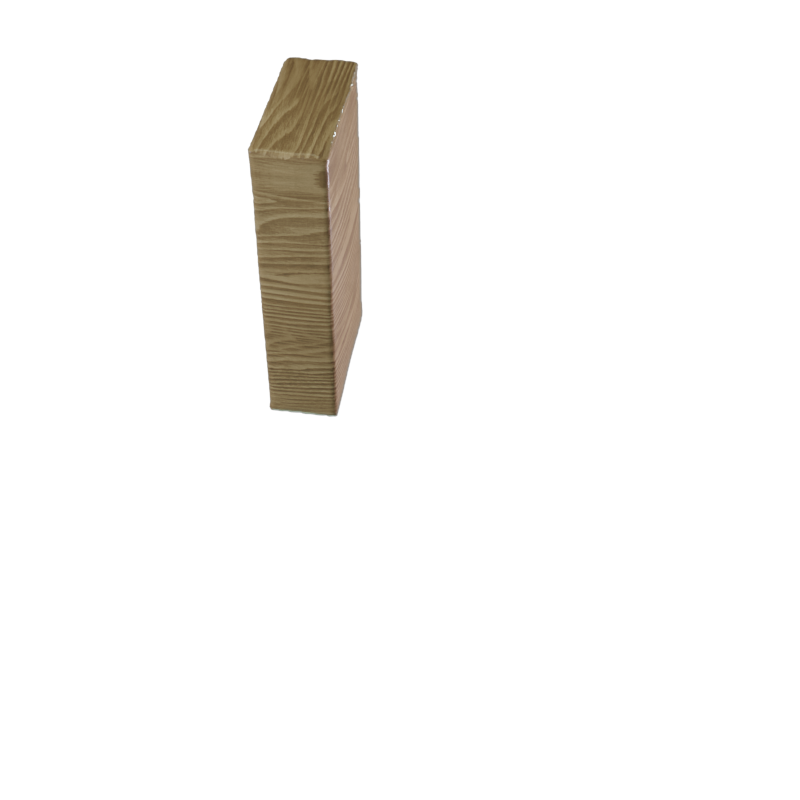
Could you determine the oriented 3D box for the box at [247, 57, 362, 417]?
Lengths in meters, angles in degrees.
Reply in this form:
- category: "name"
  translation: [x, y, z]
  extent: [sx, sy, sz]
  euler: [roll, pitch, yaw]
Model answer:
- category: "box"
  translation: [-0.047, -0.086, 0.600]
  extent: [0.048, 0.164, 0.099]
  euler: [7, 43, 4]
